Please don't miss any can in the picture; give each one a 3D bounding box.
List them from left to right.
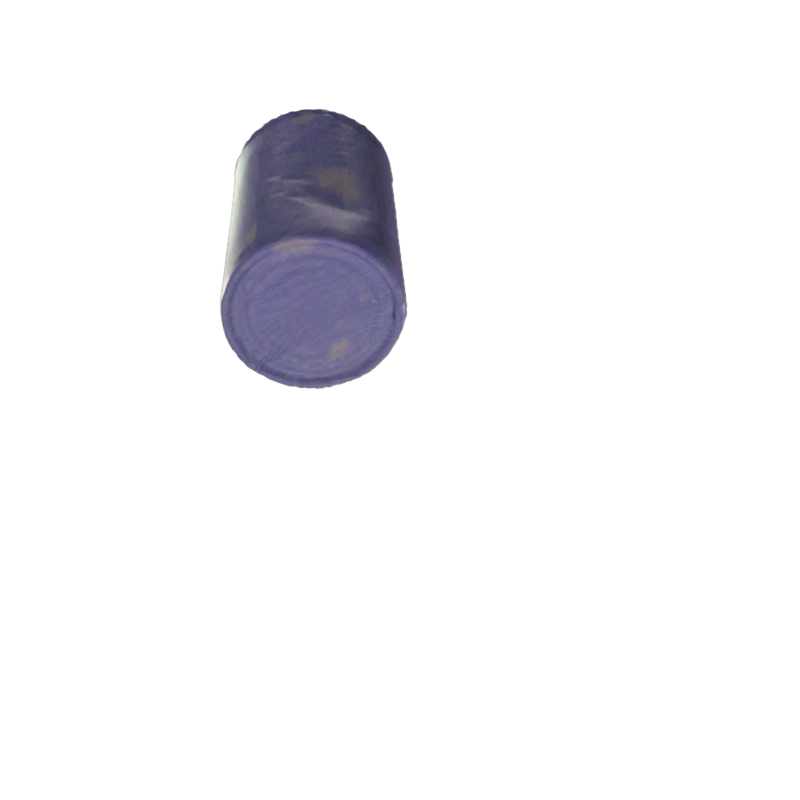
[{"bbox_3d":[-0.034,-0.062,0.433,0.068,0.064,0.109,-1,36,-3],"label":"can"}]
